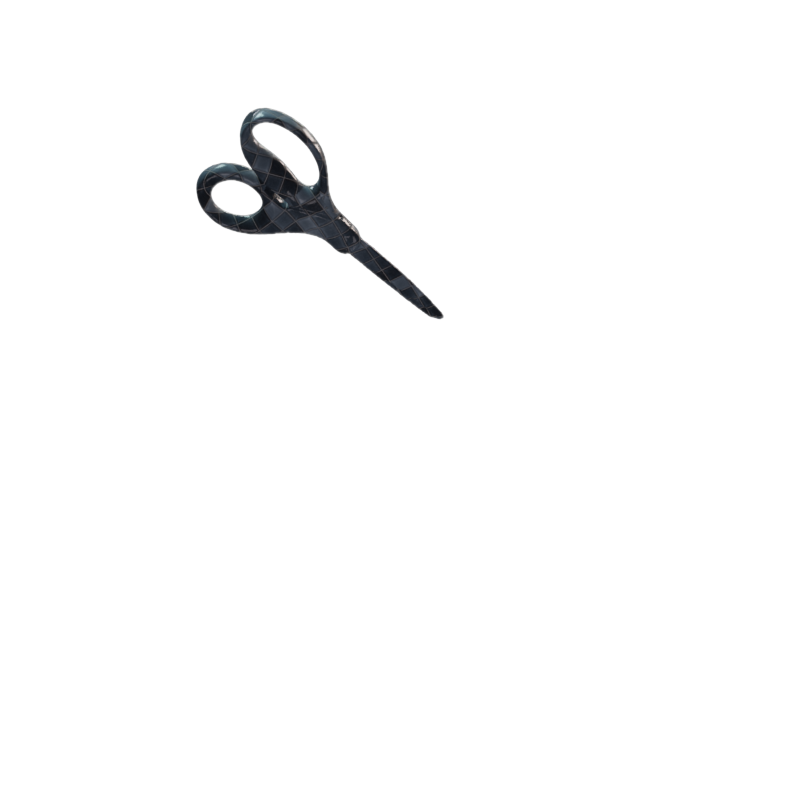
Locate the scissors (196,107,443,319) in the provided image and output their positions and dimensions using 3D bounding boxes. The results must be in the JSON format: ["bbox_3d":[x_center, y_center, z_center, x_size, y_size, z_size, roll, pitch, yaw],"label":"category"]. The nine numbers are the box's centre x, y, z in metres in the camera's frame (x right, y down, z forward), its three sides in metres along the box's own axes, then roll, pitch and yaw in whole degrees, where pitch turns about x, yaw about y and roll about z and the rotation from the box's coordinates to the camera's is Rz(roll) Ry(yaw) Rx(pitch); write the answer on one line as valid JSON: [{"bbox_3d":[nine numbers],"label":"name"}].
[{"bbox_3d":[-0.058,-0.105,0.736,0.096,0.188,0.017,-24,33,17],"label":"scissors"}]
